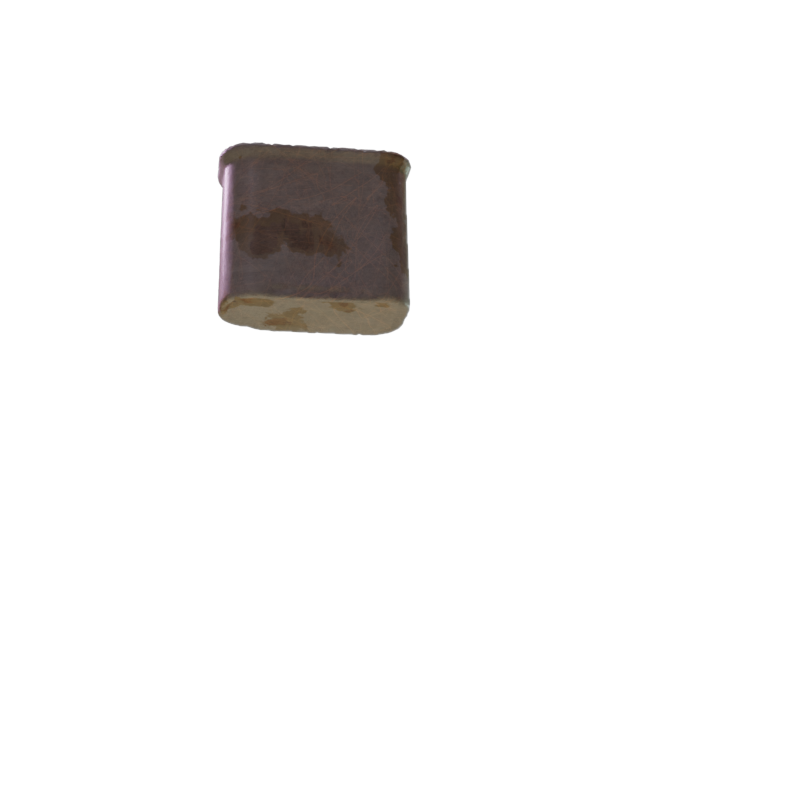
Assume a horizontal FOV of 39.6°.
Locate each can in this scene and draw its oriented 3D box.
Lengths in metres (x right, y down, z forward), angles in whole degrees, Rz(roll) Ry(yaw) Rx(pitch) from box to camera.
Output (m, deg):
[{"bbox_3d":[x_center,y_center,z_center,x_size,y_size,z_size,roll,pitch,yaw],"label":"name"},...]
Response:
[{"bbox_3d":[-0.045,-0.082,0.578,0.101,0.088,0.055,2,-21,-8],"label":"can"}]
